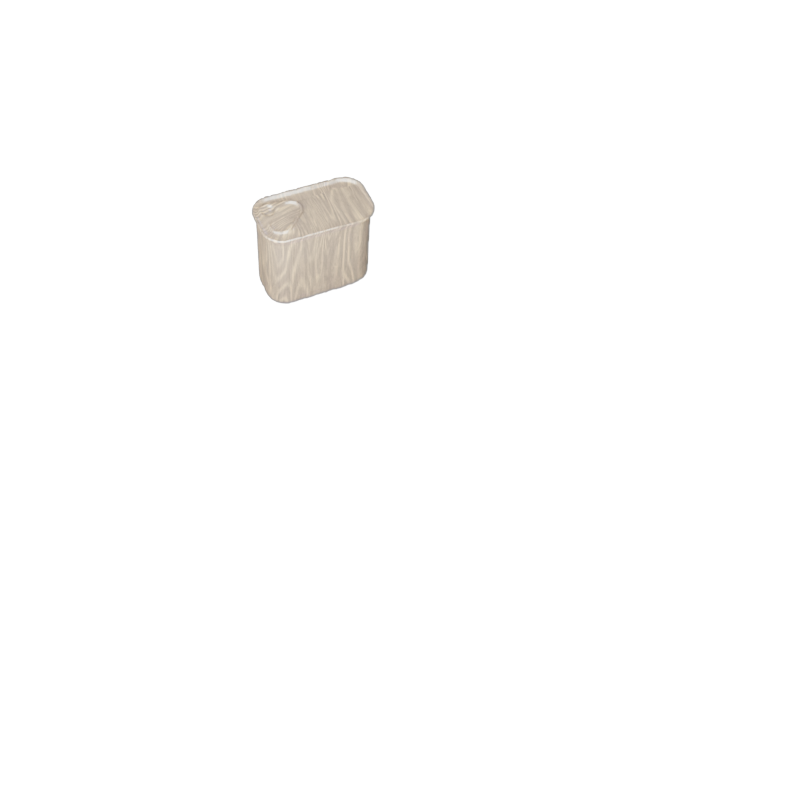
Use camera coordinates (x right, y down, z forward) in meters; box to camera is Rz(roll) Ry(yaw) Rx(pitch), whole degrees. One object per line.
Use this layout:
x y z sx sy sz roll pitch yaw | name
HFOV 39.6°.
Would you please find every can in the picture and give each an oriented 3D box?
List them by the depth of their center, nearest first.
-0.076 -0.139 0.971 0.101 0.062 0.078 -17 -37 -15 | can
